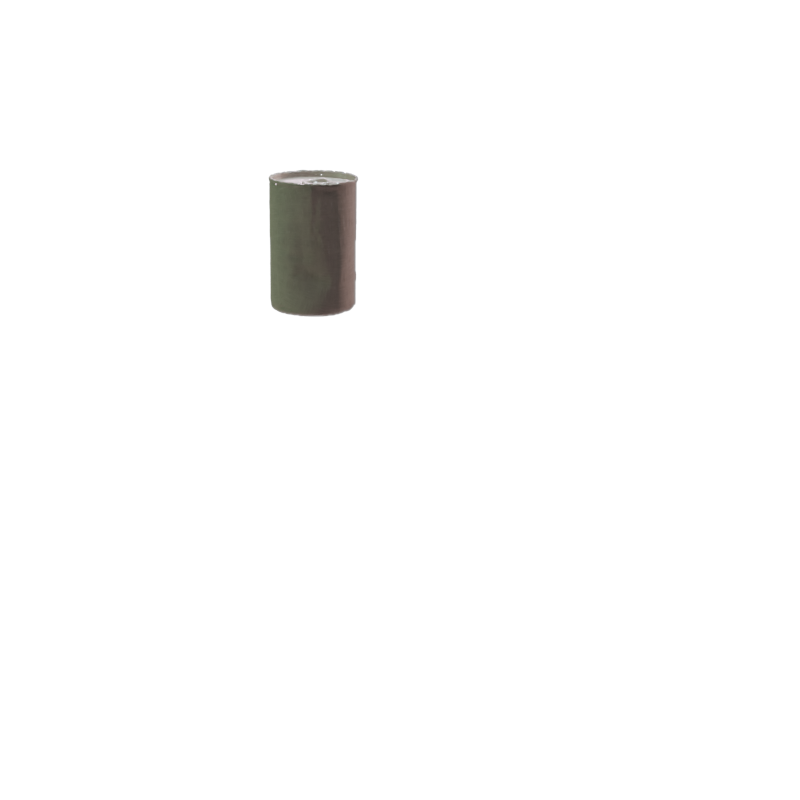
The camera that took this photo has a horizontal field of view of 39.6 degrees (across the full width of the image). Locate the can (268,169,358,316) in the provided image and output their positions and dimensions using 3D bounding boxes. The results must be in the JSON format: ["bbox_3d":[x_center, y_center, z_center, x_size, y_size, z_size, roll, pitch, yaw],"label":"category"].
[{"bbox_3d":[-0.067,-0.122,0.853,0.068,0.099,0.071,0,15,-2],"label":"can"}]
